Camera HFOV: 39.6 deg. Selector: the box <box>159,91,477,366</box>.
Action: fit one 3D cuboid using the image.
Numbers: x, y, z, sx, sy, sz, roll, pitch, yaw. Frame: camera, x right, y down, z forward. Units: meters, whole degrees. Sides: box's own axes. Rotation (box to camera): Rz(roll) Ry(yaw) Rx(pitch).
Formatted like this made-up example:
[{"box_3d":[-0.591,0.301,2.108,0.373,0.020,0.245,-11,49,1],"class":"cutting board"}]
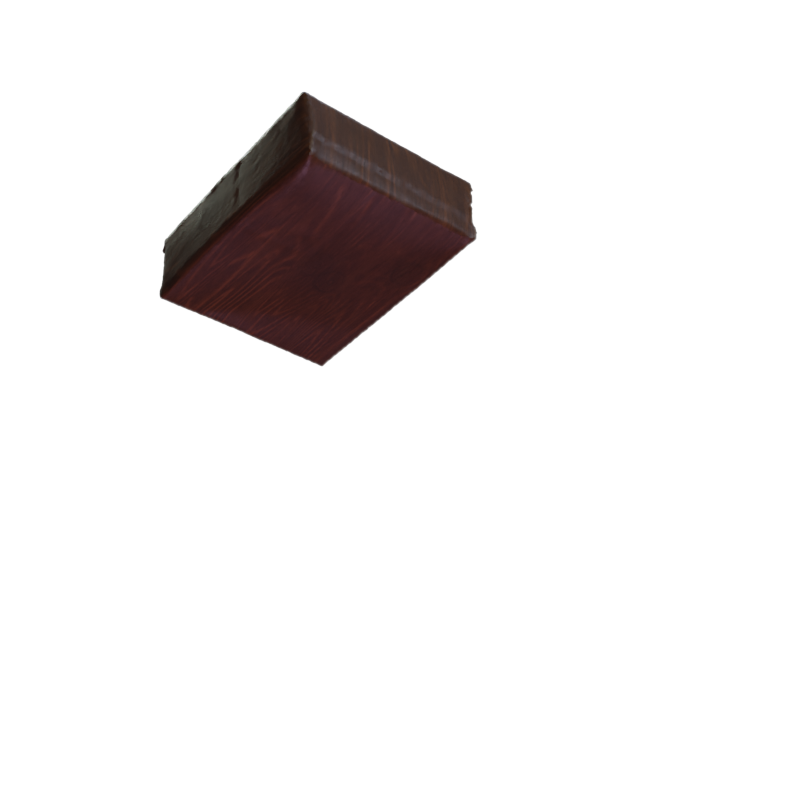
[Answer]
[{"box_3d":[-0.037,-0.068,0.477,0.085,0.042,0.112,24,-42,-31],"class":"box"}]
